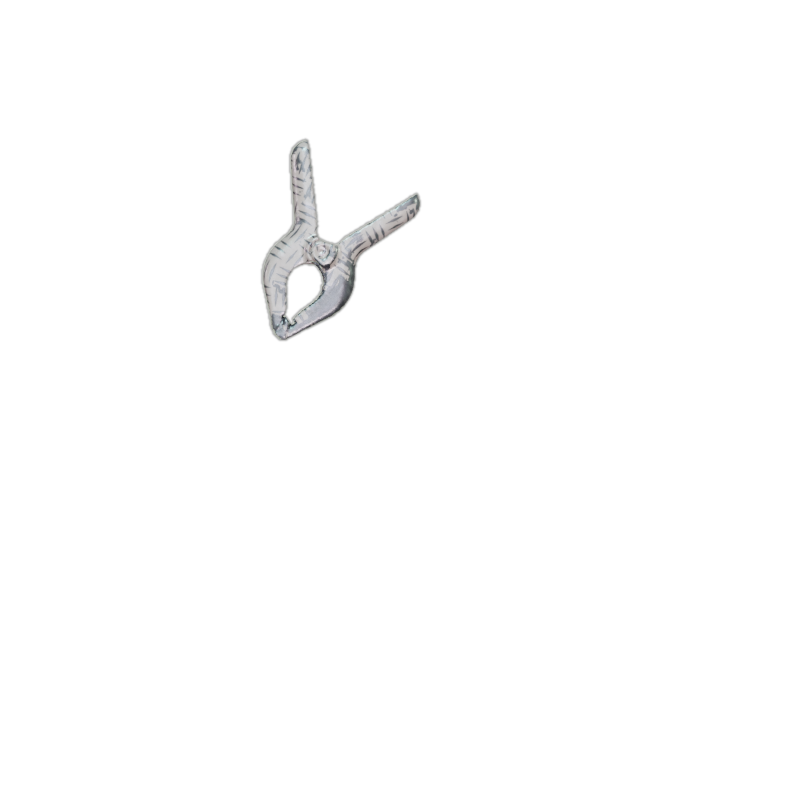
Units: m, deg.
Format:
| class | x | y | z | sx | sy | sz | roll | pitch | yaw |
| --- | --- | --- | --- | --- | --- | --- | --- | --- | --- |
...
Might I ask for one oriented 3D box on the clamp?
| class | x | y | z | sx | sy | sz | roll | pitch | yaw |
| --- | --- | --- | --- | --- | --- | --- | --- | --- | --- |
| clamp | -0.075 | -0.136 | 0.953 | 0.122 | 0.173 | 0.038 | 33 | -10 | 6 |
